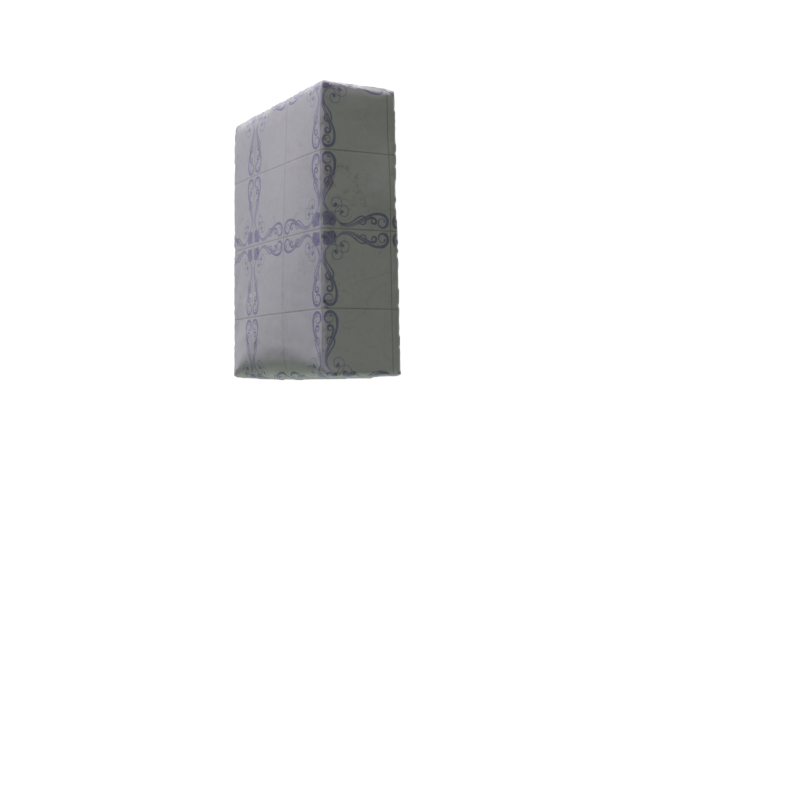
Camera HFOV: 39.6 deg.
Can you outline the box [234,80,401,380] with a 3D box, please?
[{"bbox_3d":[-0.068,-0.124,0.867,0.069,0.217,0.168,4,-6,-30],"label":"box"}]
